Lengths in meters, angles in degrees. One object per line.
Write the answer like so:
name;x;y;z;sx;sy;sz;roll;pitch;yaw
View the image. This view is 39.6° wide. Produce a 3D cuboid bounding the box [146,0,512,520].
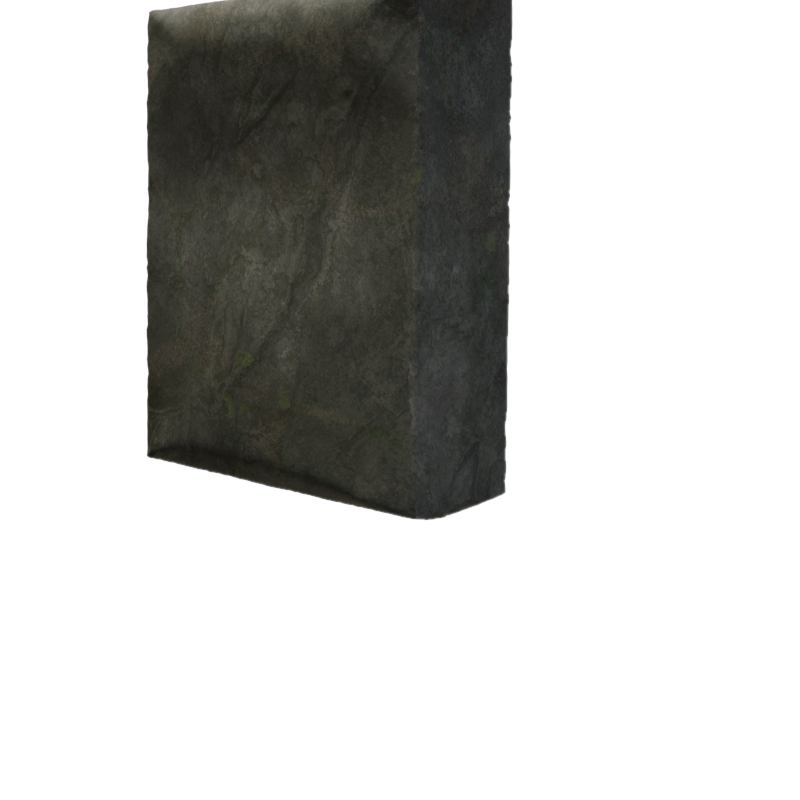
box;-0.038;-0.070;0.490;0.171;0.212;0.069;6;7;39
